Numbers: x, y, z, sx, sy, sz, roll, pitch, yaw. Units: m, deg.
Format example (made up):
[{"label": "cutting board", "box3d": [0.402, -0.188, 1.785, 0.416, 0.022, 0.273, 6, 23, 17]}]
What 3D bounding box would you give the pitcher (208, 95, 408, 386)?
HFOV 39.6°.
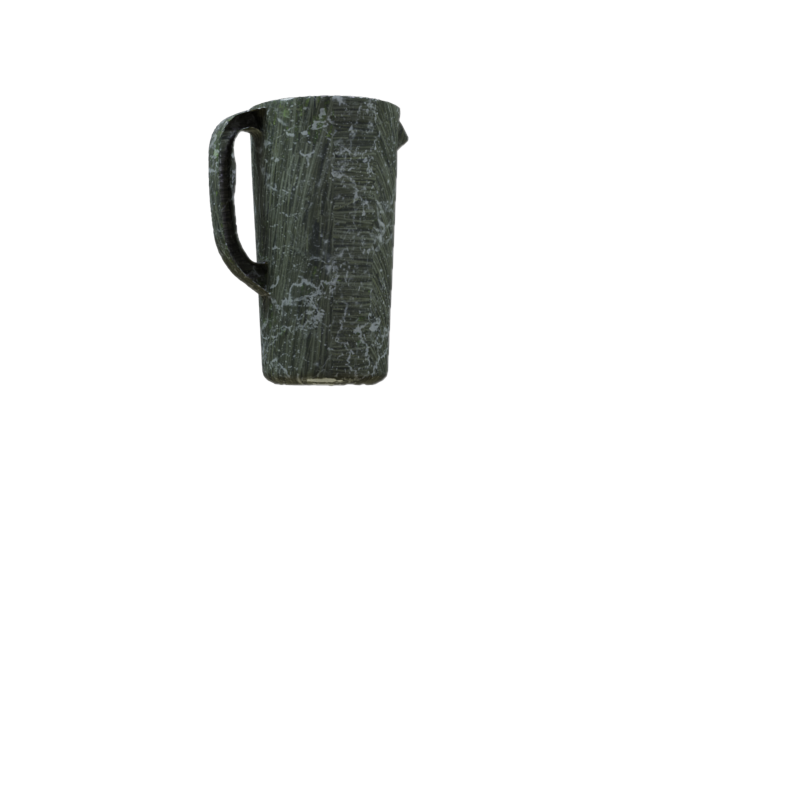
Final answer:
[{"label": "pitcher", "box3d": [-0.074, -0.136, 0.951, 0.152, 0.246, 0.141, -1, -3, 13]}]
